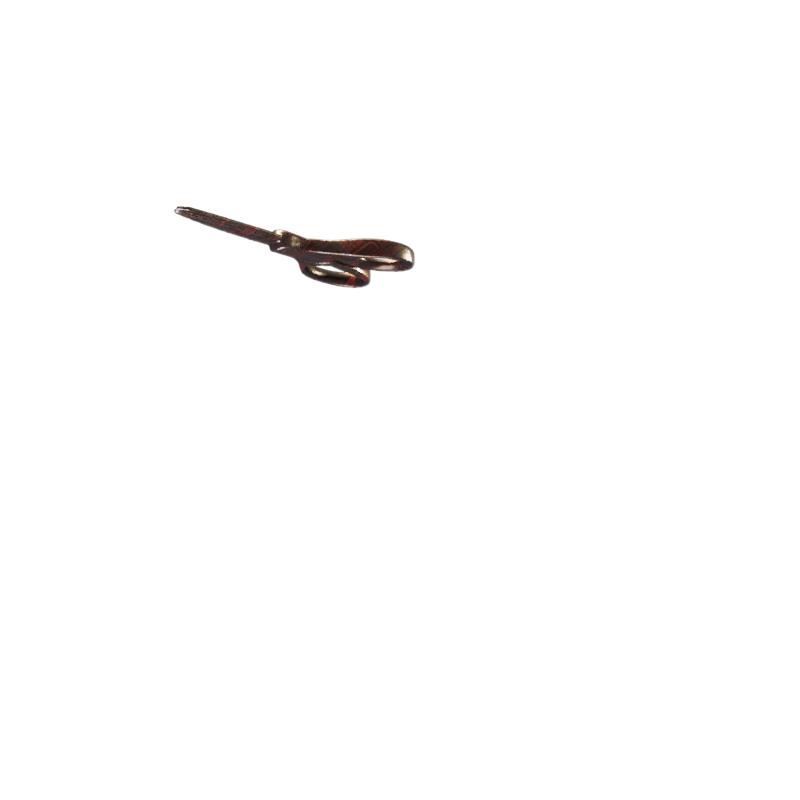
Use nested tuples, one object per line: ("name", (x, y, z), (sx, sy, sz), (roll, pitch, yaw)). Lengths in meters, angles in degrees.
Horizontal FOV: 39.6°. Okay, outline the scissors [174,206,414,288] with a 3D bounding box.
("scissors", (-0.060, -0.110, 0.772), (0.098, 0.016, 0.190), (-5, -11, 25))
